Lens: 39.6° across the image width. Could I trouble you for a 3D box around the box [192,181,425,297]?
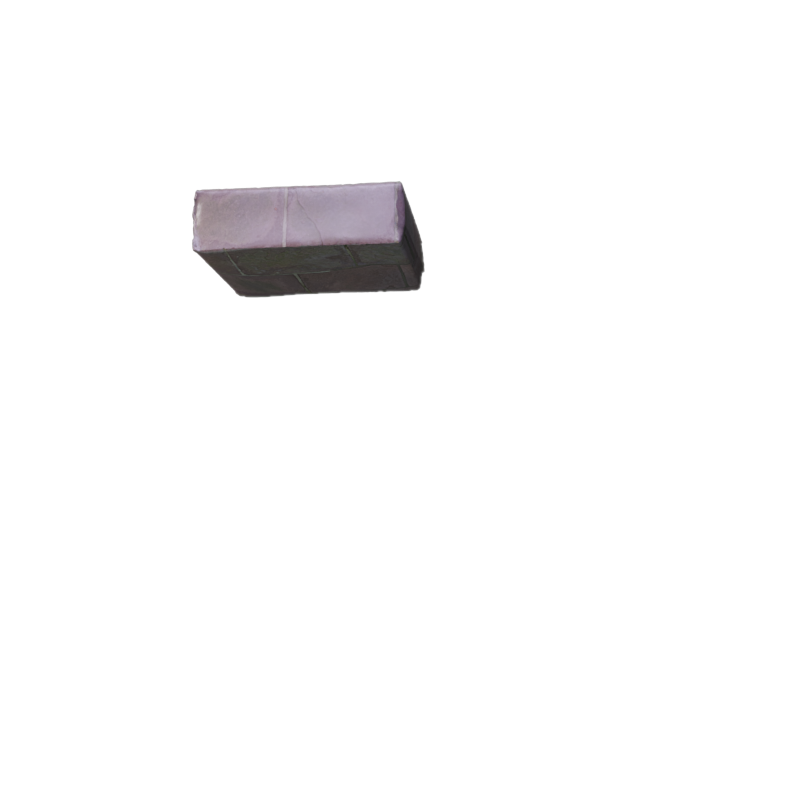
[{"bbox_3d":[-0.048,-0.087,0.607,0.115,0.040,0.085,-2,-13,9],"label":"box"}]
